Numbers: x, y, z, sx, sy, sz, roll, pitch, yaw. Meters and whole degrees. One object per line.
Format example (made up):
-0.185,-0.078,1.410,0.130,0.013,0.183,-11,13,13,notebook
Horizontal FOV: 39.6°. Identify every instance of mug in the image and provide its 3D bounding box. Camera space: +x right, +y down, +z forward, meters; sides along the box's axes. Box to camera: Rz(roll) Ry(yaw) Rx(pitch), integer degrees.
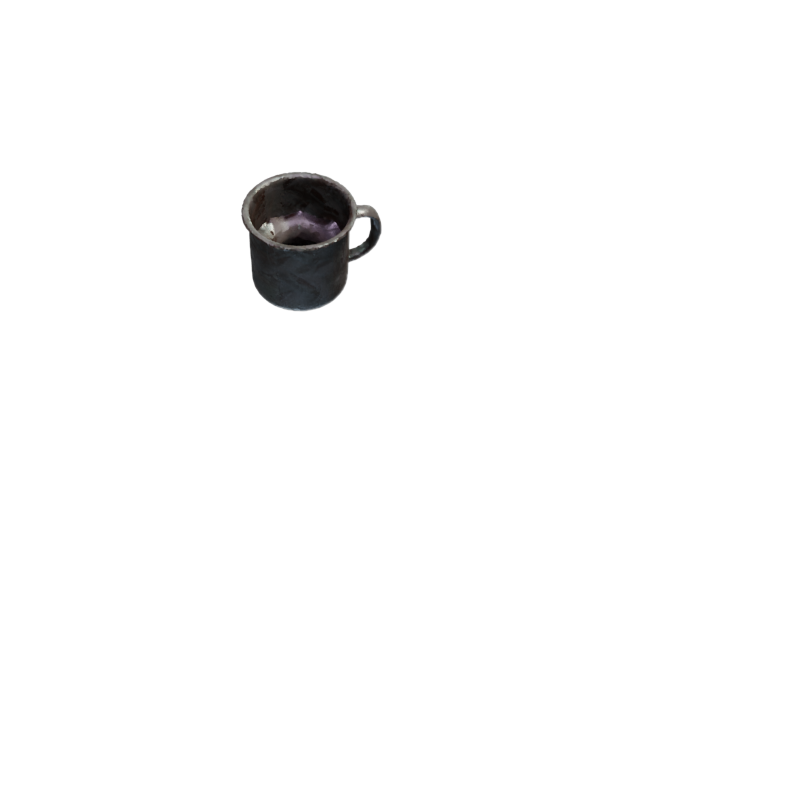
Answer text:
-0.072,-0.131,0.918,0.116,0.101,0.076,-15,-39,-14,mug
